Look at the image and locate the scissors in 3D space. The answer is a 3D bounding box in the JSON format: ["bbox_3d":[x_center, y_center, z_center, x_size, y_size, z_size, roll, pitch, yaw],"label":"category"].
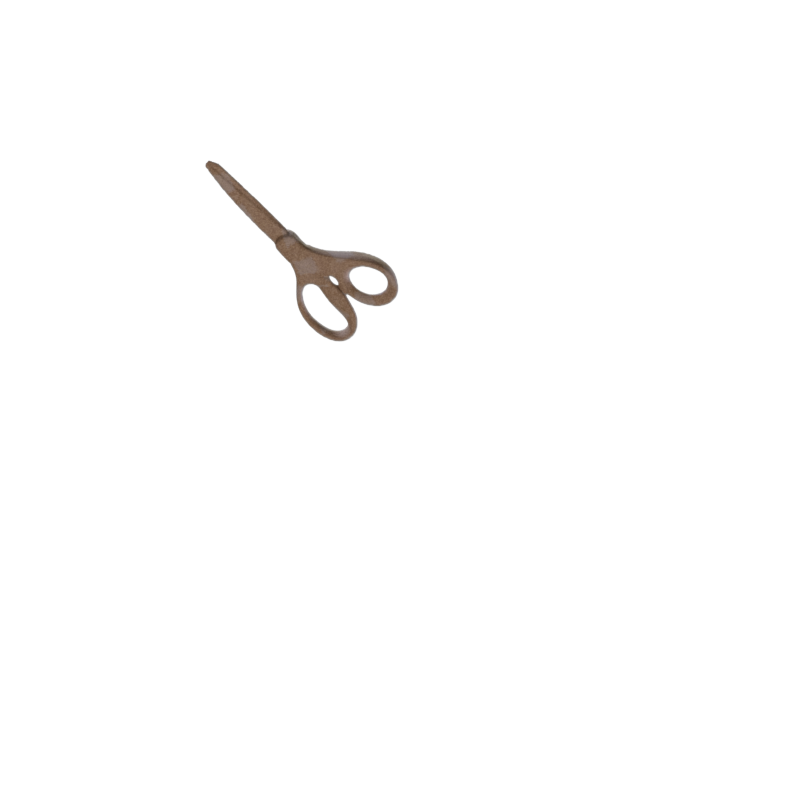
[{"bbox_3d":[-0.070,-0.129,0.900,0.097,0.187,0.017,-19,34,13],"label":"scissors"}]
